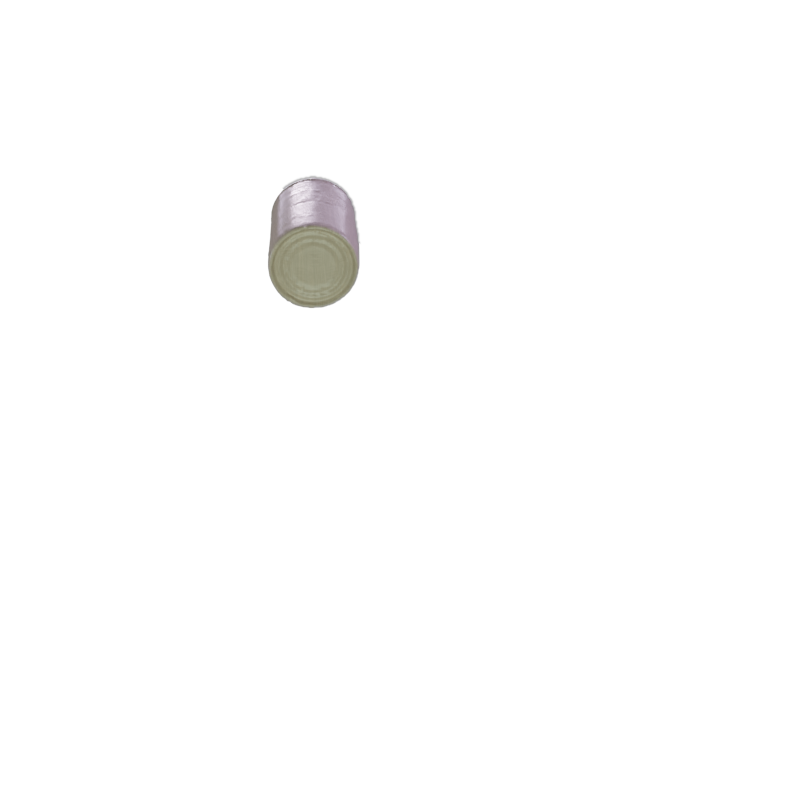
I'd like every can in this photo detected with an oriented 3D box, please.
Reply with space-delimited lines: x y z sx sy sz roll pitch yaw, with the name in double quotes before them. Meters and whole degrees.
"can" -0.066 -0.120 0.844 0.068 0.065 0.108 0 28 -3
